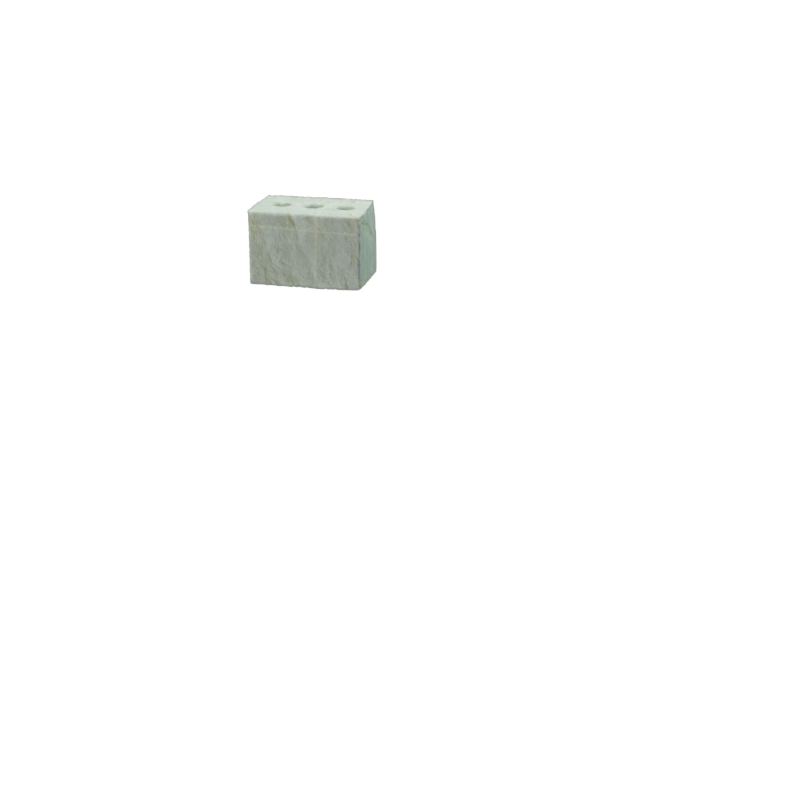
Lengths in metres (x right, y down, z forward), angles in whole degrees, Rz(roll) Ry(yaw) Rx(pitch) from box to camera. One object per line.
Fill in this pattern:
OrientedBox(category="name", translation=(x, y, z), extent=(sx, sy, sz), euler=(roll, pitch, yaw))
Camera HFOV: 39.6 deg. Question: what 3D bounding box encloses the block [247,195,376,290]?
OrientedBox(category="block", translation=(-0.058, -0.106, 0.745), extent=(0.079, 0.049, 0.054), euler=(4, 18, 12))
